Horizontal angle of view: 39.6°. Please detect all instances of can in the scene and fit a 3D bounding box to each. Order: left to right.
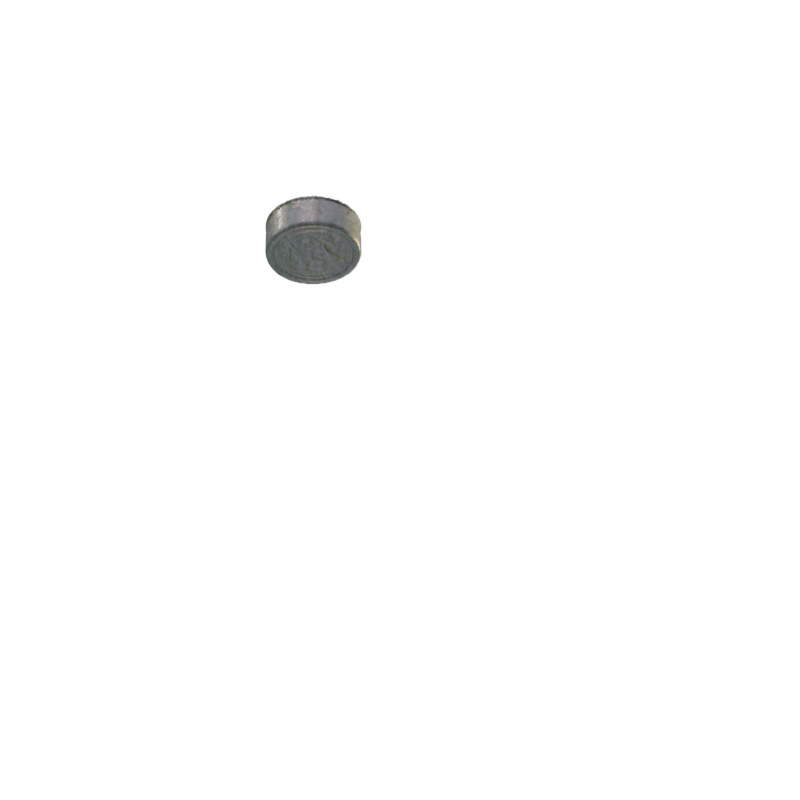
[{"bbox_3d":[-0.077,-0.140,0.980,0.086,0.036,0.080,1,-35,-2],"label":"can"}]
